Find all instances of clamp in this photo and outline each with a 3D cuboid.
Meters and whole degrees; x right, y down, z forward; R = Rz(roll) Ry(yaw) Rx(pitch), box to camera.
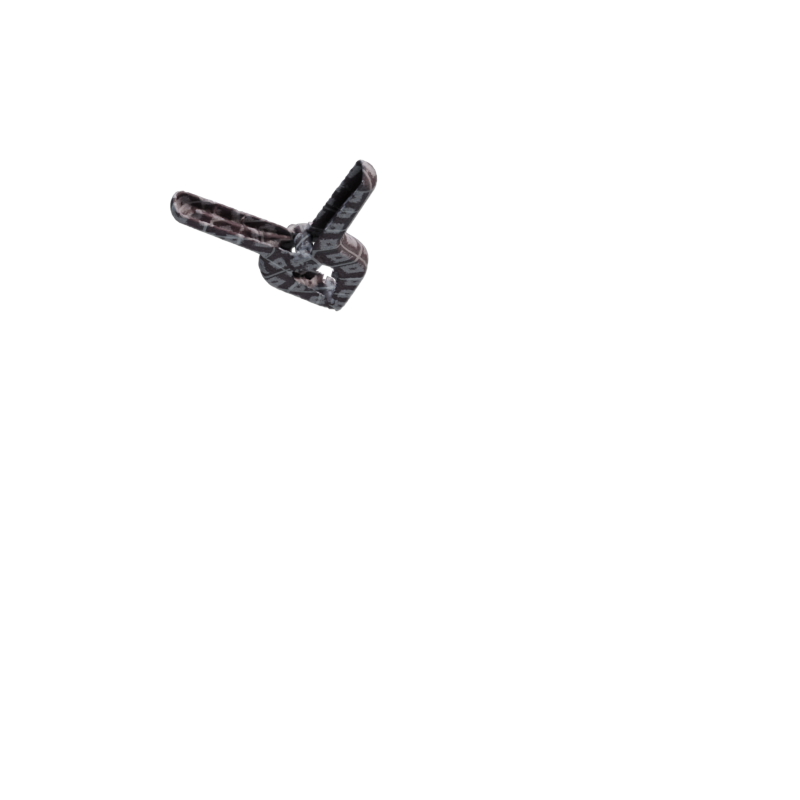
[{"bbox_3d":[-0.072,-0.132,0.921,0.167,0.038,0.195,-8,-24,19],"label":"clamp"}]
